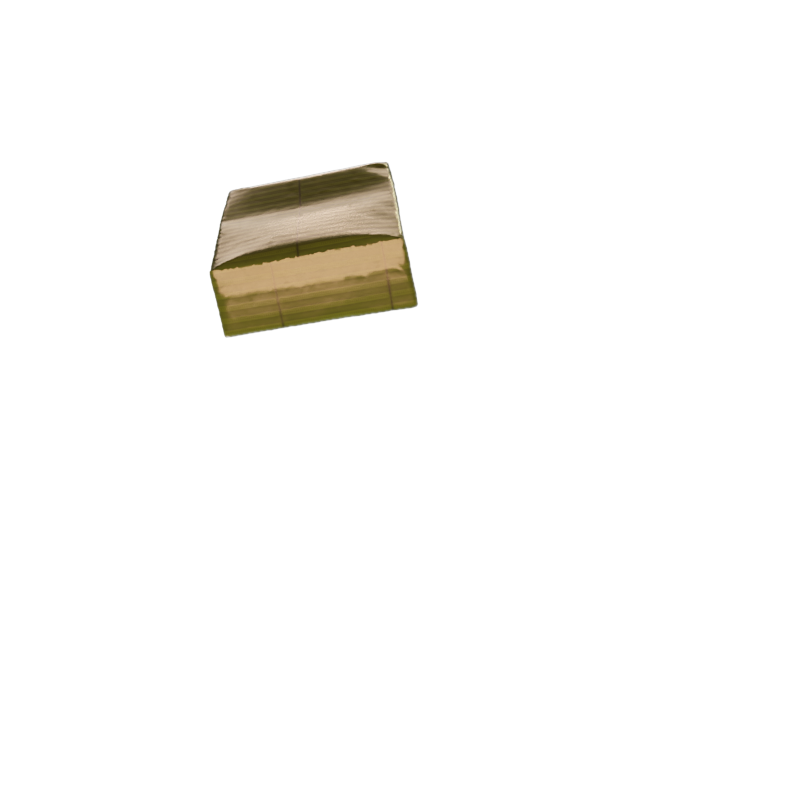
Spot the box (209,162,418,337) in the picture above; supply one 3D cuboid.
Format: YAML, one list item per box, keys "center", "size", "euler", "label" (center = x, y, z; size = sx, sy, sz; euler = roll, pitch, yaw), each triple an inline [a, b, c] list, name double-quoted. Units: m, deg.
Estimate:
- center: [-0.078, -0.142, 0.996]
  size: [0.164, 0.068, 0.226]
  euler: [-10, 28, 2]
  label: "box"
